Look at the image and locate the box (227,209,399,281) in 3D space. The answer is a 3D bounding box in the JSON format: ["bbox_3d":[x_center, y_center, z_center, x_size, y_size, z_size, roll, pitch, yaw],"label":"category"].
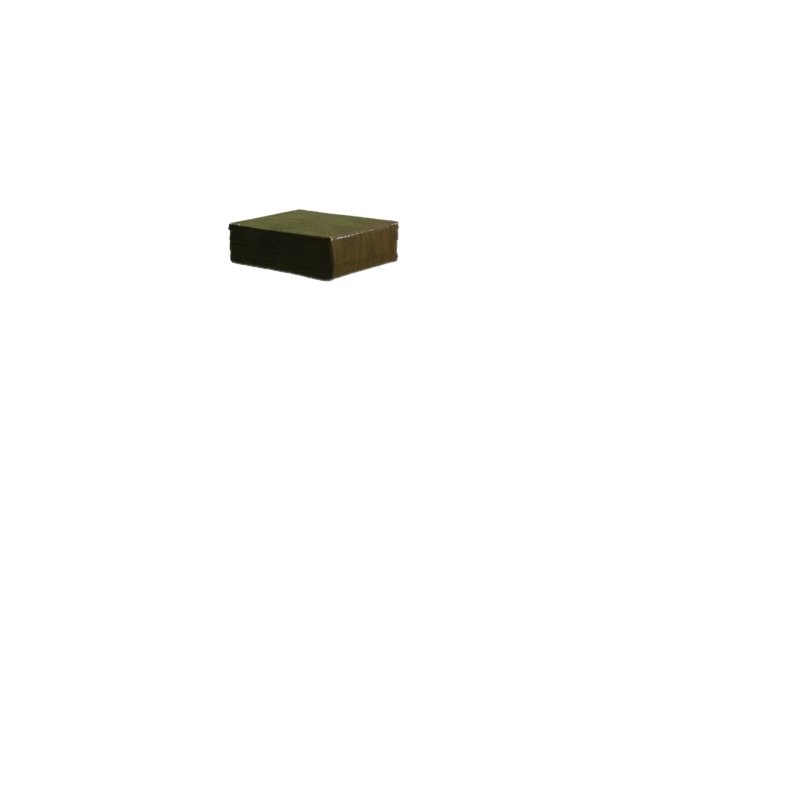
[{"bbox_3d":[-0.072,-0.130,0.914,0.120,0.037,0.089,15,24,36],"label":"box"}]
